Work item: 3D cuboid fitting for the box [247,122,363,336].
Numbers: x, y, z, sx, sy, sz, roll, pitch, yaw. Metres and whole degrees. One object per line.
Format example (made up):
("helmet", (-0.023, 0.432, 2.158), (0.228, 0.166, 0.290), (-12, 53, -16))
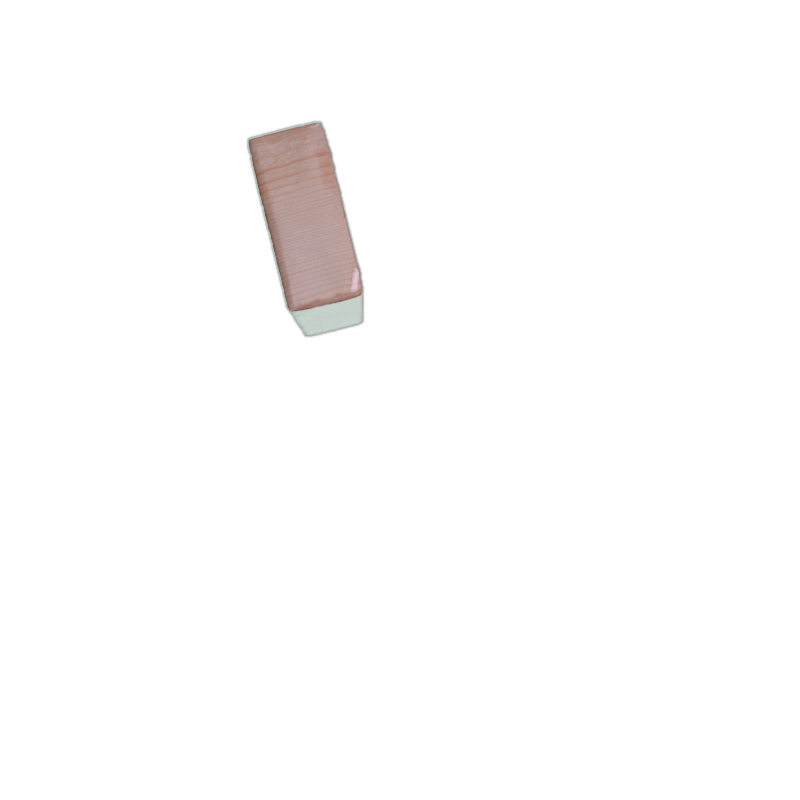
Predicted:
("box", (-0.049, -0.090, 0.633), (0.048, 0.095, 0.174), (-14, -2, -4))
